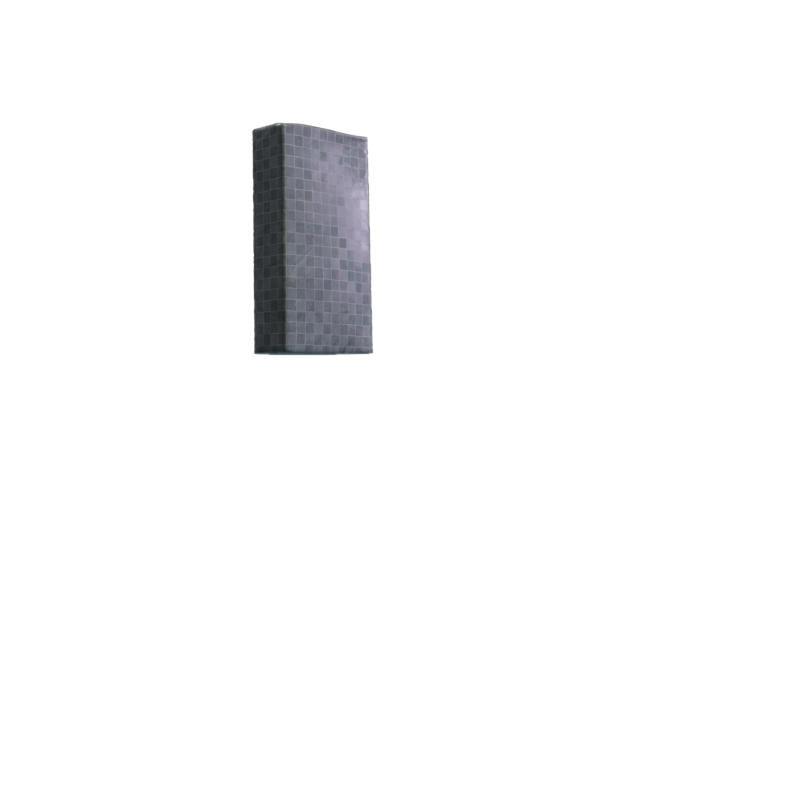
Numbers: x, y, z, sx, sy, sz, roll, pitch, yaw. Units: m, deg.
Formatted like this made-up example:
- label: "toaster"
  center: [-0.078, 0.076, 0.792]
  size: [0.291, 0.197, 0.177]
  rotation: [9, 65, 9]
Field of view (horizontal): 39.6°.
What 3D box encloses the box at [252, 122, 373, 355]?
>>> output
- label: "box"
  center: [-0.068, -0.124, 0.867]
  size: [0.089, 0.179, 0.049]
  rotation: [3, -6, -43]
